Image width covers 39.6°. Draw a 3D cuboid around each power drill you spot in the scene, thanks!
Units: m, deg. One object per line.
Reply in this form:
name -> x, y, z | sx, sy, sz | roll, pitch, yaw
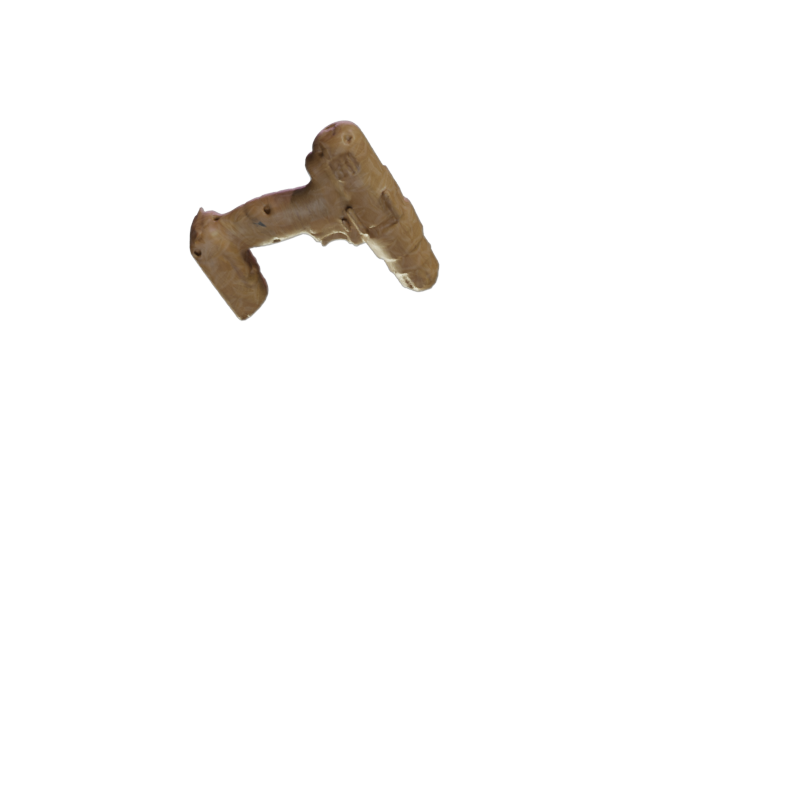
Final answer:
power drill -> -0.077, -0.140, 0.984 | 0.188, 0.172, 0.061 | -23, 32, 15
